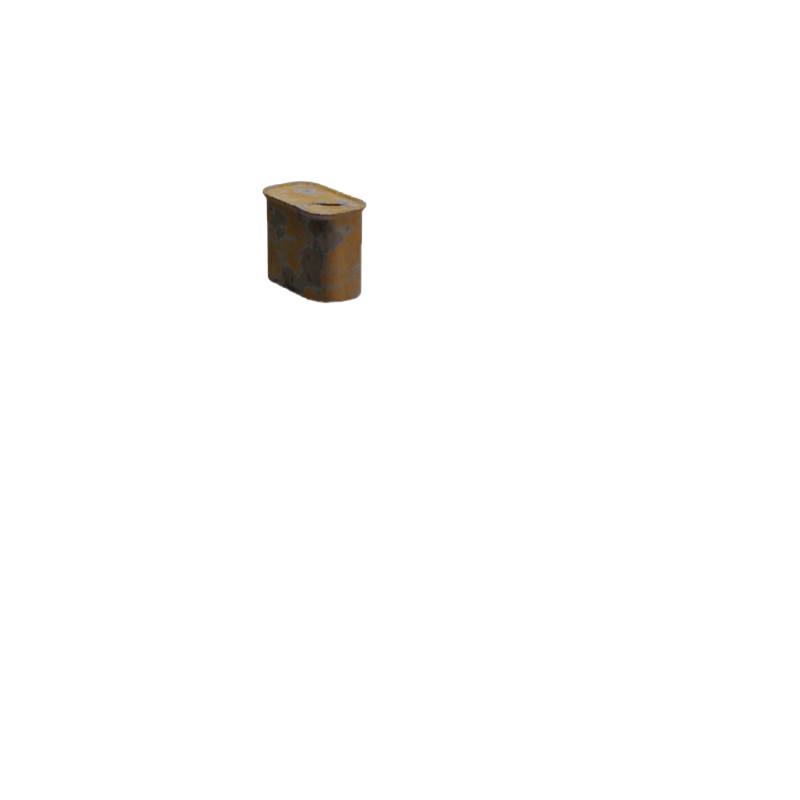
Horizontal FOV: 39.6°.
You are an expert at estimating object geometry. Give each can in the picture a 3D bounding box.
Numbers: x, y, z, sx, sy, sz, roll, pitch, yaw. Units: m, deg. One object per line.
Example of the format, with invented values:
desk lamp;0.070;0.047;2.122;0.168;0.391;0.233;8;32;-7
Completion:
can;-0.076;-0.139;0.974;0.056;0.080;0.109;-14;27;-34
